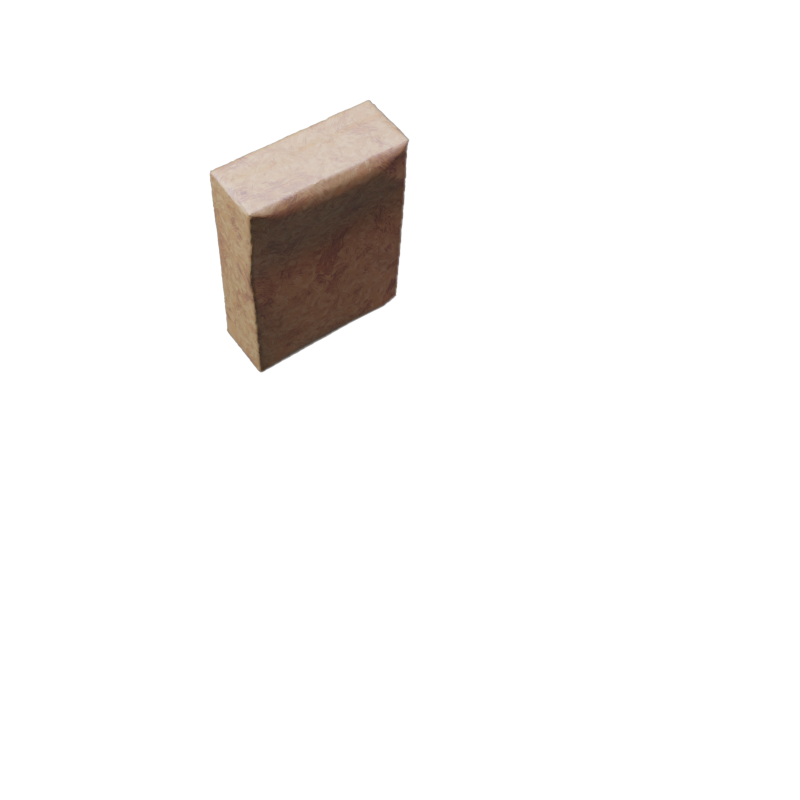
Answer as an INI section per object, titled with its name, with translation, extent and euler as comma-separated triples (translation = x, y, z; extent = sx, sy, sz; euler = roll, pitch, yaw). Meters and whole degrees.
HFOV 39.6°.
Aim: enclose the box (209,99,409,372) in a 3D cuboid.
[box]
translation = -0.078, -0.142, 0.996
extent = 0.164, 0.077, 0.199
euler = -30, -30, -23
